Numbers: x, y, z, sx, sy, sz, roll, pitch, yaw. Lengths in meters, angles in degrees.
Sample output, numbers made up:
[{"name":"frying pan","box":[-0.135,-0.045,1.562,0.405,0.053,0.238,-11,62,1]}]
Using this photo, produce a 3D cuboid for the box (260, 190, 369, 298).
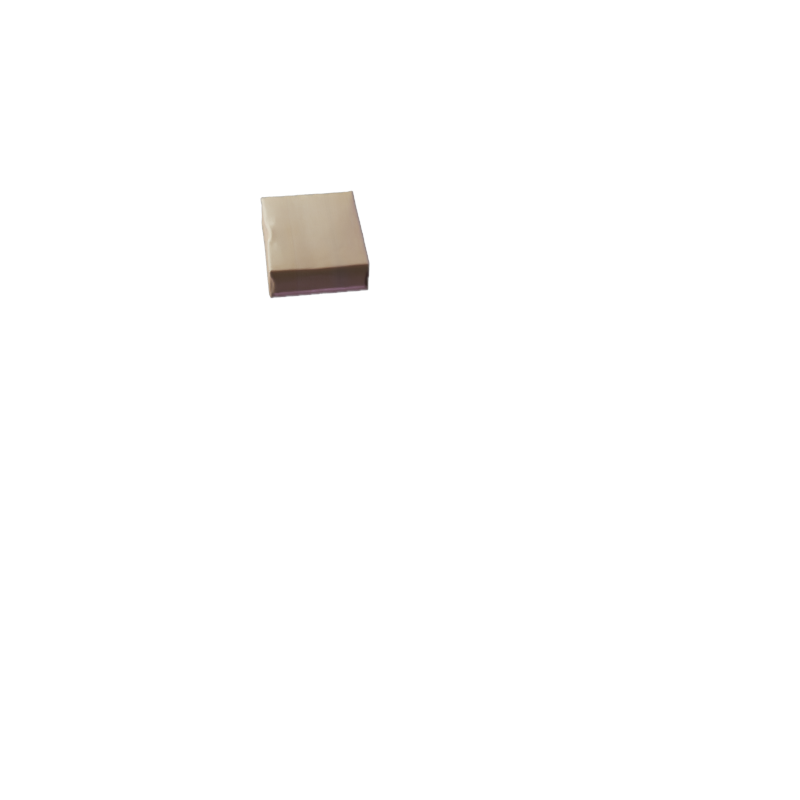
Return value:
[{"name":"box","box":[-0.065,-0.118,0.829,0.073,0.096,0.028,-5,-44,-6]}]
